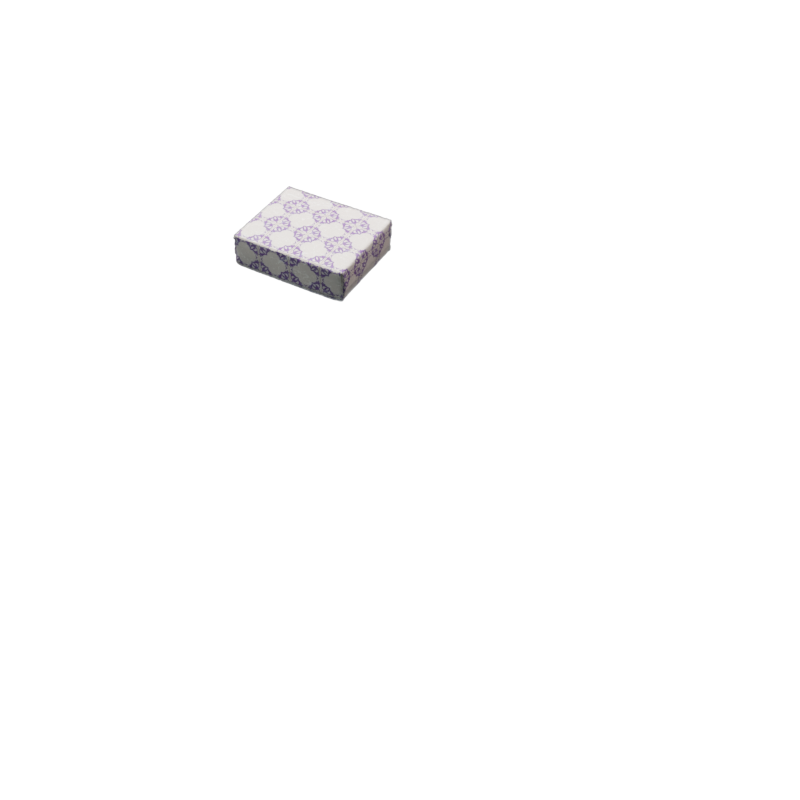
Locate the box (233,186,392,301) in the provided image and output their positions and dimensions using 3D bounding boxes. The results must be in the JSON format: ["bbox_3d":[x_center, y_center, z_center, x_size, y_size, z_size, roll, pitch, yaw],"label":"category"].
[{"bbox_3d":[-0.077,-0.140,0.982,0.119,0.036,0.092,22,47,22],"label":"box"}]
